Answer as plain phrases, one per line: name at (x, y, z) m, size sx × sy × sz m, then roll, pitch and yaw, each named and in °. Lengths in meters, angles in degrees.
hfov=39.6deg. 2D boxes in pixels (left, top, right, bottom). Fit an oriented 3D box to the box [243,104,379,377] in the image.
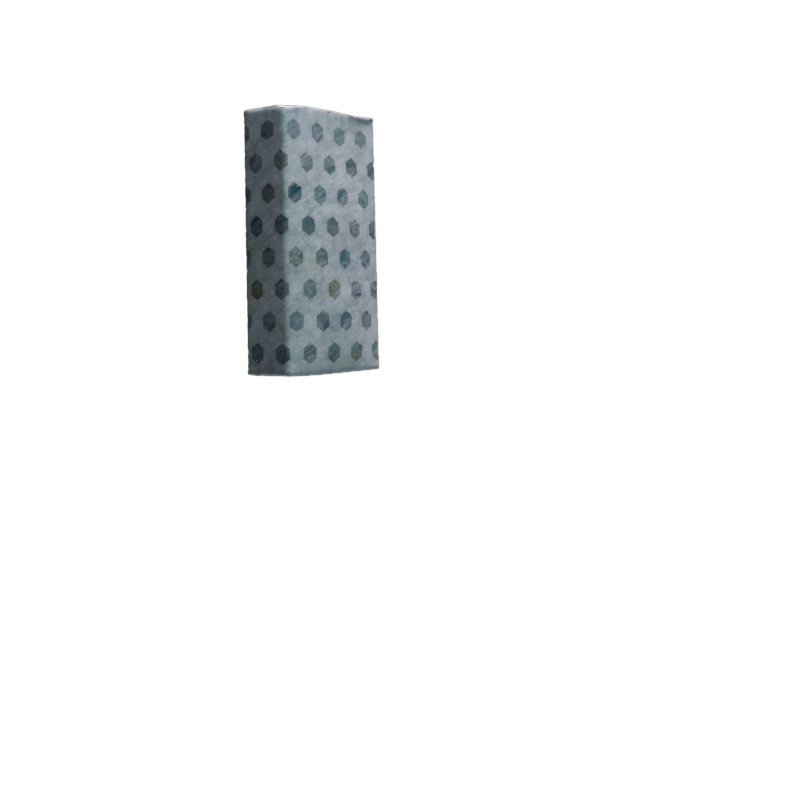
box at (-0.058, -0.107, 0.748) m, size 0.050 × 0.177 × 0.090 m, roll -1°, pitch 0°, yaw 41°
